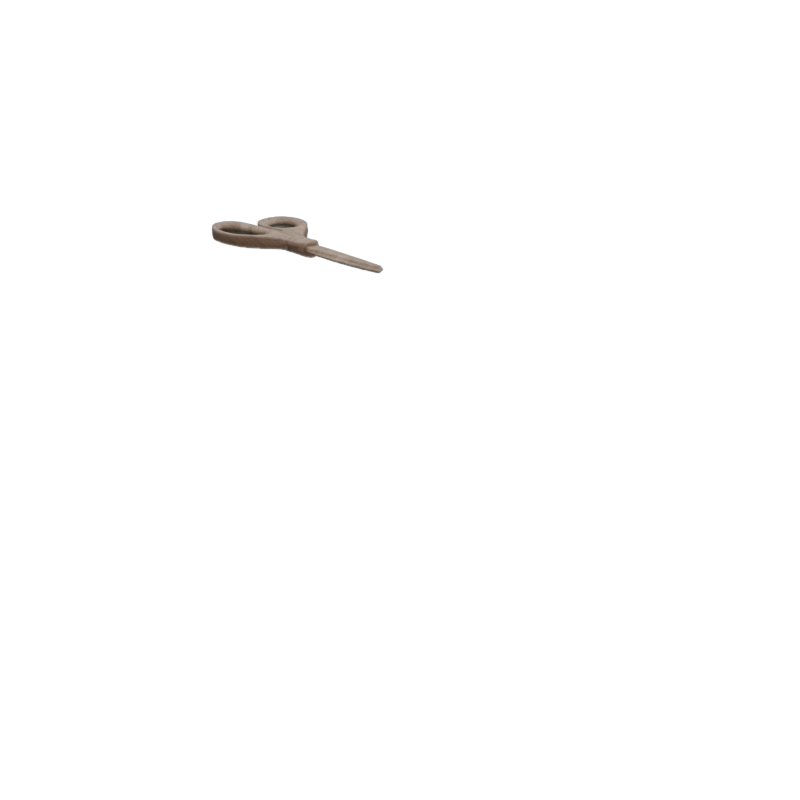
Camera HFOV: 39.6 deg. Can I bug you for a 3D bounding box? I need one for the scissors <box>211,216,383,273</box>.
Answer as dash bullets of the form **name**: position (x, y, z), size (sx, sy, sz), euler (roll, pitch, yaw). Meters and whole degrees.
- **scissors**: position (-0.077, -0.140, 0.979), size (0.212, 0.015, 0.095), euler (15, 26, 32)
